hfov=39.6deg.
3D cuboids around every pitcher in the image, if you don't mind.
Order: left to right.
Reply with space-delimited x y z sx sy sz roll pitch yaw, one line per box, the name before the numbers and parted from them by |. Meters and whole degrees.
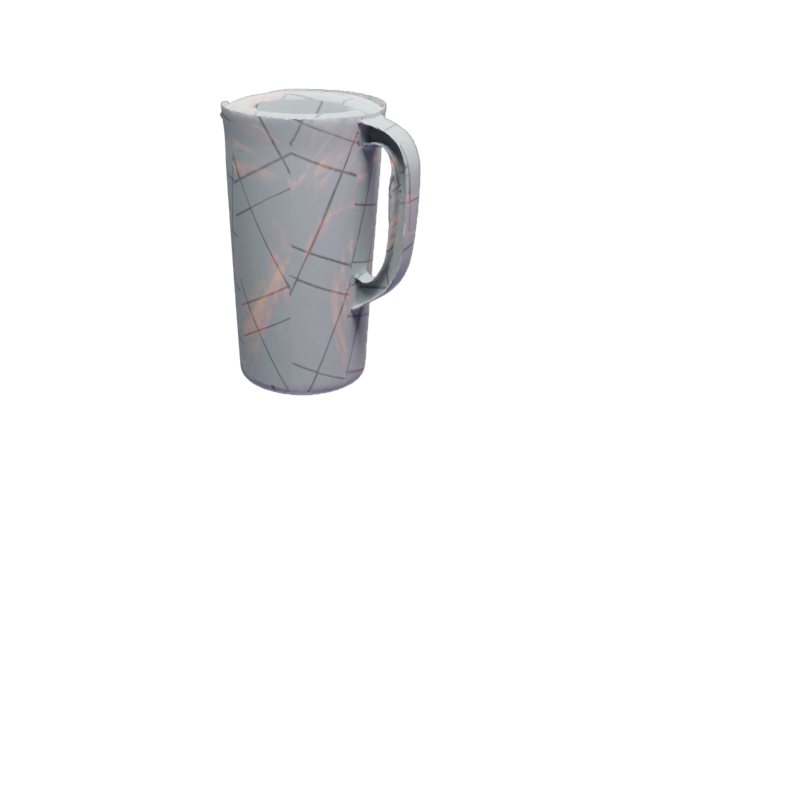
pitcher | -0.071 -0.130 0.911 0.143 0.233 0.158 -3 20 -12
